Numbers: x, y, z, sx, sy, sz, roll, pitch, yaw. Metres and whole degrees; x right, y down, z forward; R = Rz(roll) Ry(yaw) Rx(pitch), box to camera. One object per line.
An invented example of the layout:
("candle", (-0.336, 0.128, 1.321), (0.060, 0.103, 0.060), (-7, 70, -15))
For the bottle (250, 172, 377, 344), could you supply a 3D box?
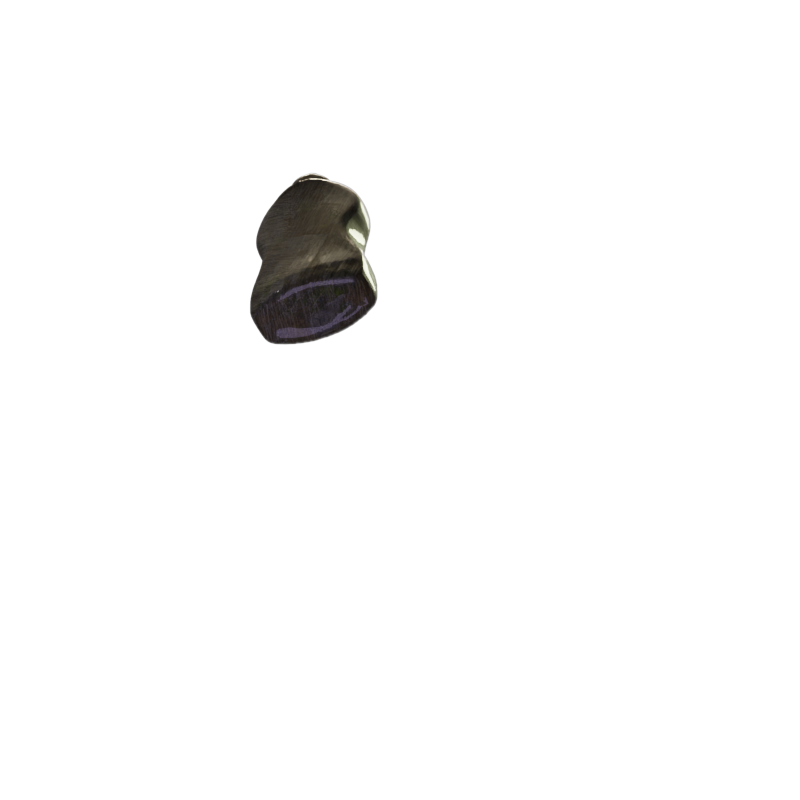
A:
("bottle", (-0.071, -0.130, 0.907), (0.096, 0.054, 0.205), (-21, 37, 13))
